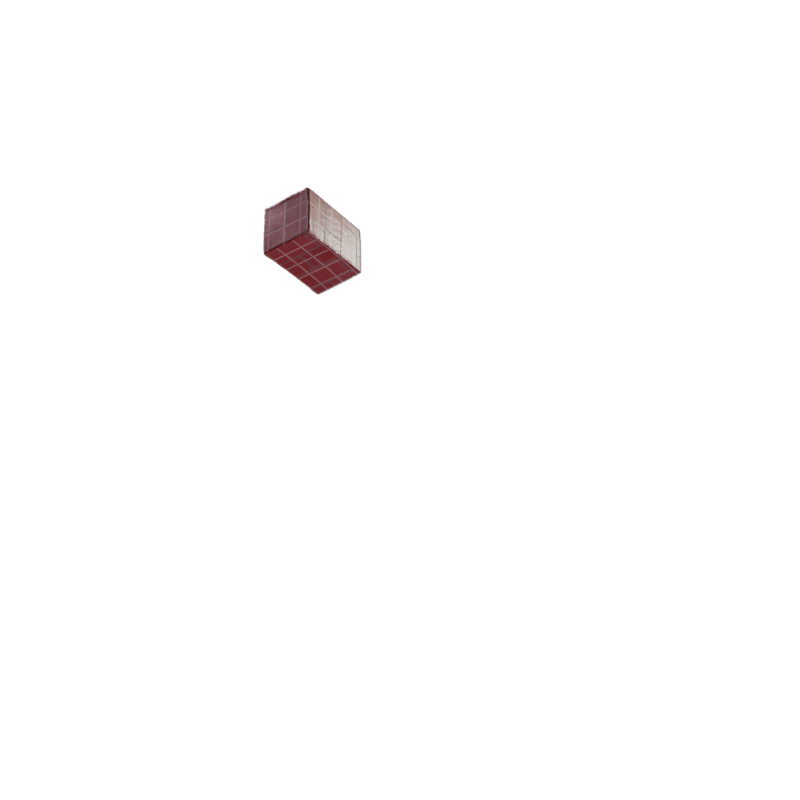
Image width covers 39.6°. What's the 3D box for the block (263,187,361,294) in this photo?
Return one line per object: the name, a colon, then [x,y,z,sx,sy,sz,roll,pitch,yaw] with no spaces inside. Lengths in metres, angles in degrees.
block: [-0.077,-0.140,0.983,0.053,0.055,0.072,-24,-41,28]
